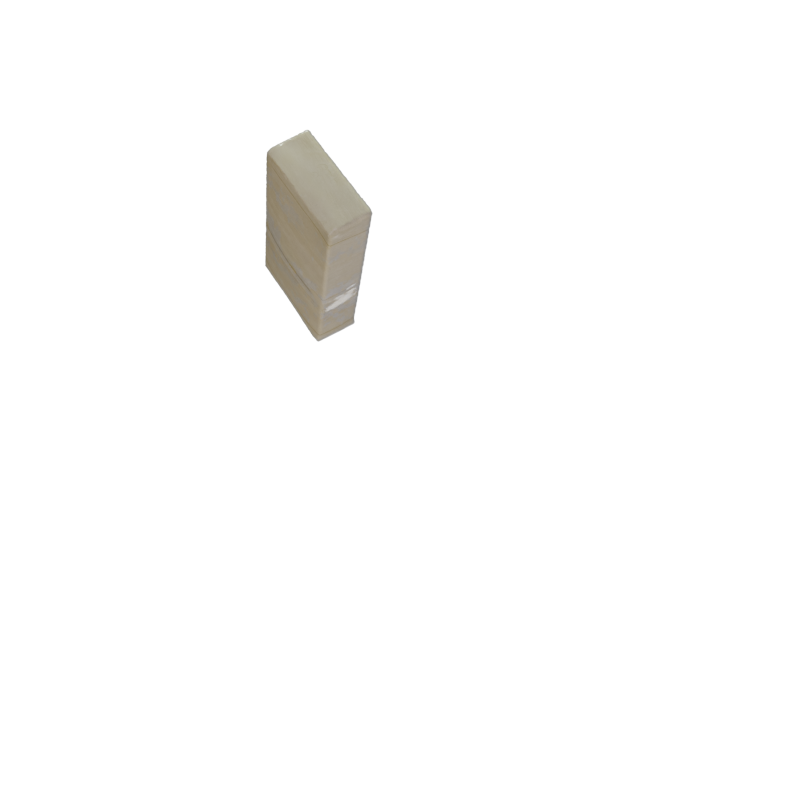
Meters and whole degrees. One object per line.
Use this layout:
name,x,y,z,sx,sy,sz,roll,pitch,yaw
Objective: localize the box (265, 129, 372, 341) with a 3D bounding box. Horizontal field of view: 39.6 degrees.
box,-0.071,-0.128,0.898,0.048,0.099,0.166,-29,-20,-16
